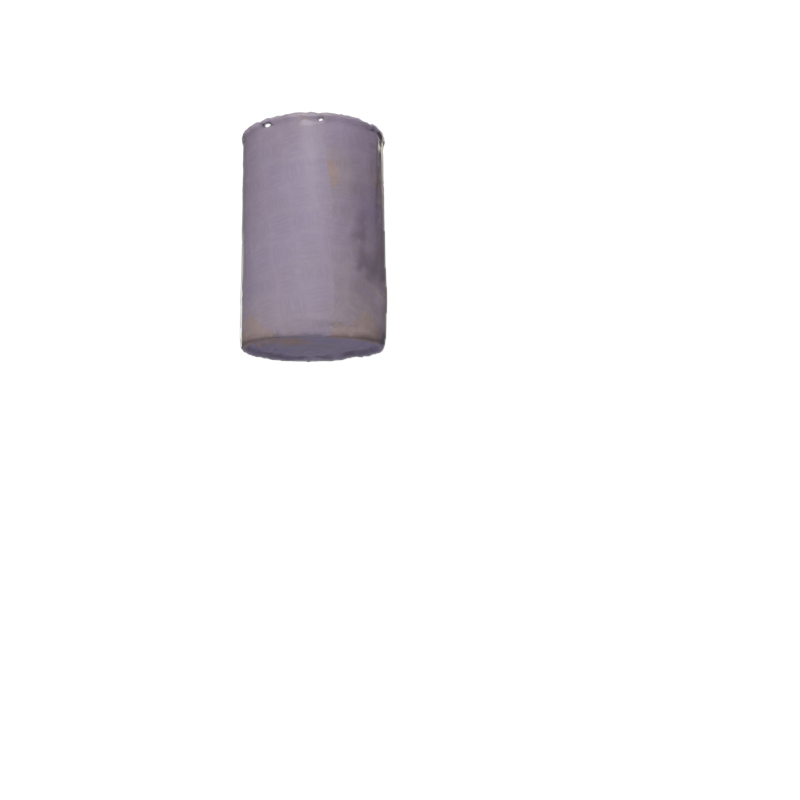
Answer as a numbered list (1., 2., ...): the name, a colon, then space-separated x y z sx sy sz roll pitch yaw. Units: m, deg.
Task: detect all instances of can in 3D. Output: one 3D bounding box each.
1. can: -0.040 -0.073 0.514 0.068 0.106 0.066 0 -13 -2
